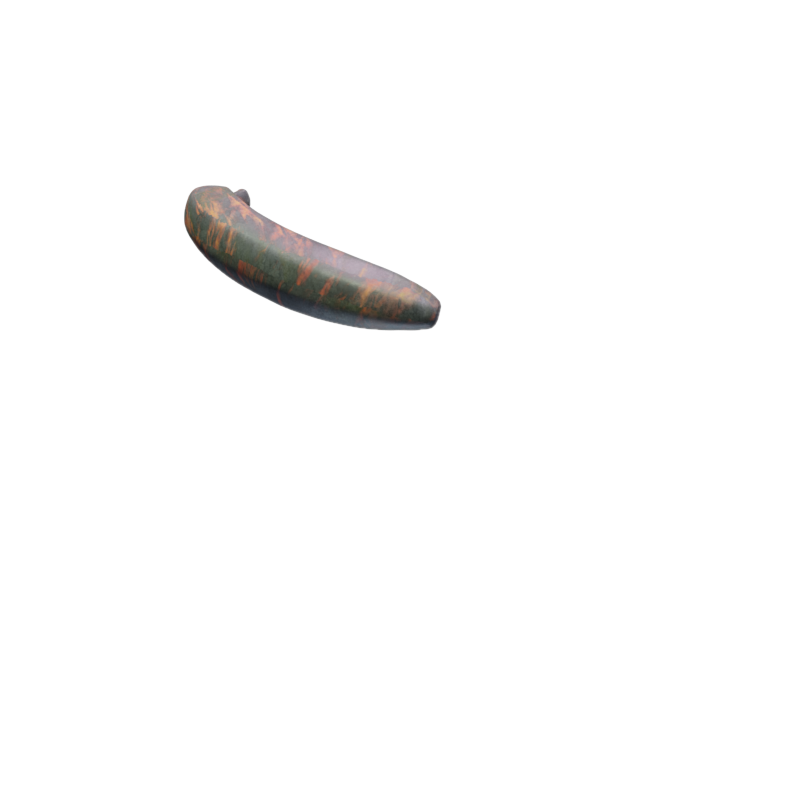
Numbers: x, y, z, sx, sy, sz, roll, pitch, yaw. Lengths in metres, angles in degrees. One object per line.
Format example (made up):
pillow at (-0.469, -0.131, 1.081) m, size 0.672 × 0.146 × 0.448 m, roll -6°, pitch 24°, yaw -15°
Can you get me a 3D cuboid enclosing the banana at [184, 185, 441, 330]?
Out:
banana at (-0.064, -0.081, 0.587) m, size 0.069 × 0.035 × 0.213 m, roll -19°, pitch 36°, yaw -29°
